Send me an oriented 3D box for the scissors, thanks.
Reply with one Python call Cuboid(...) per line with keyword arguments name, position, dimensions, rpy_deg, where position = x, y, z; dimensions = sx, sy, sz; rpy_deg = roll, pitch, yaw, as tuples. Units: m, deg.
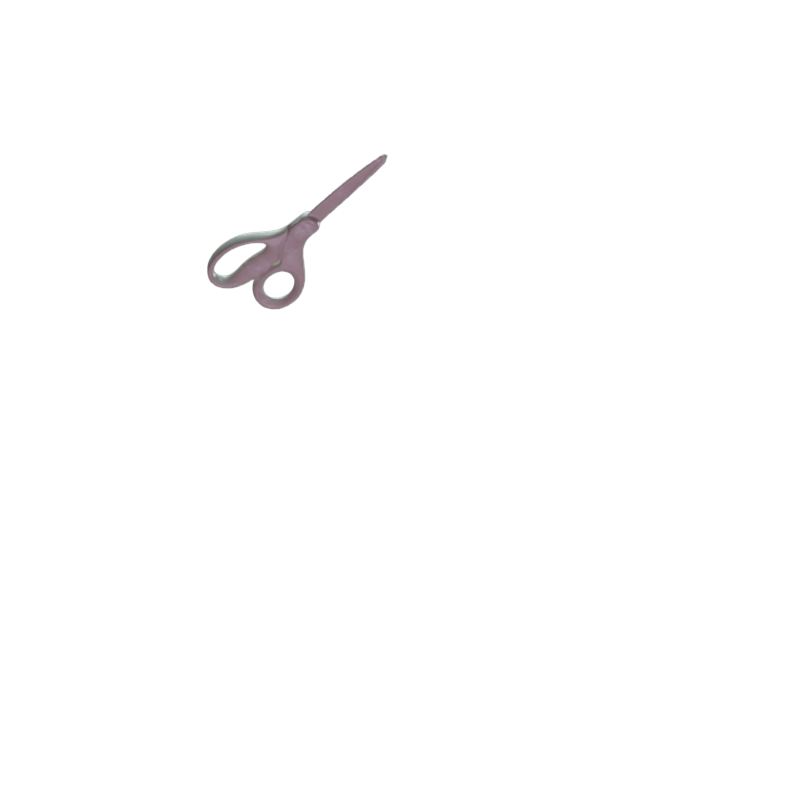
Cuboid(name="scissors", position=(-0.076, -0.138, 0.968), dimensions=(0.202, 0.017, 0.089), rpy_deg=(-23, -50, 21))
